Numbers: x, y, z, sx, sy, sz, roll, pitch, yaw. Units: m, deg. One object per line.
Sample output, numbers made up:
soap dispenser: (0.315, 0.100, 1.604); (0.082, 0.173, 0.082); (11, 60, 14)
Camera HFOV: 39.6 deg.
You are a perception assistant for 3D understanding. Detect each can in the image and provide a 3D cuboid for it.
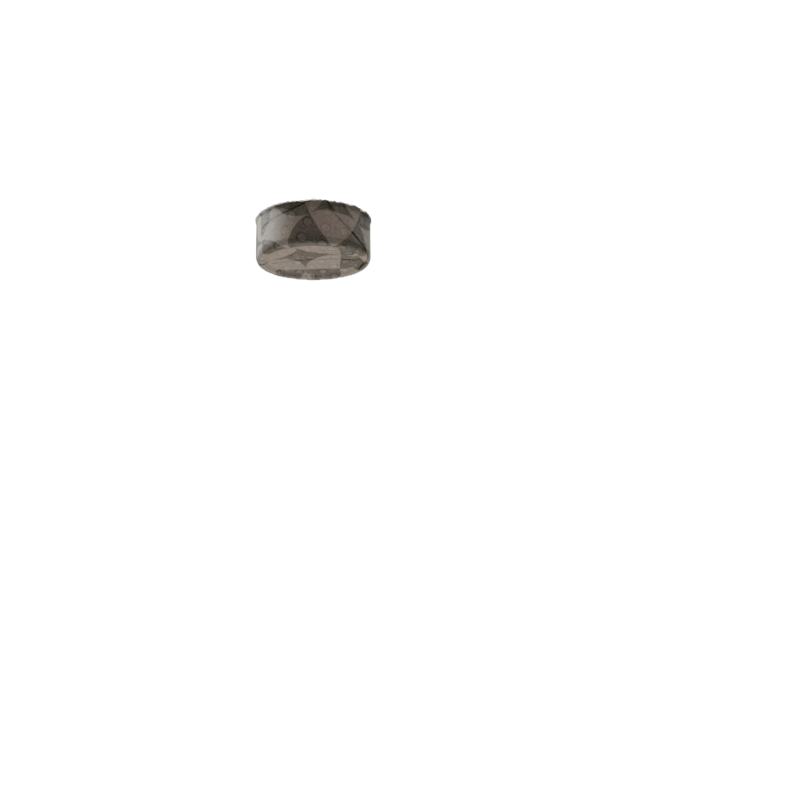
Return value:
can: (-0.064, -0.116, 0.816); (0.086, 0.035, 0.083); (0, -14, -2)
